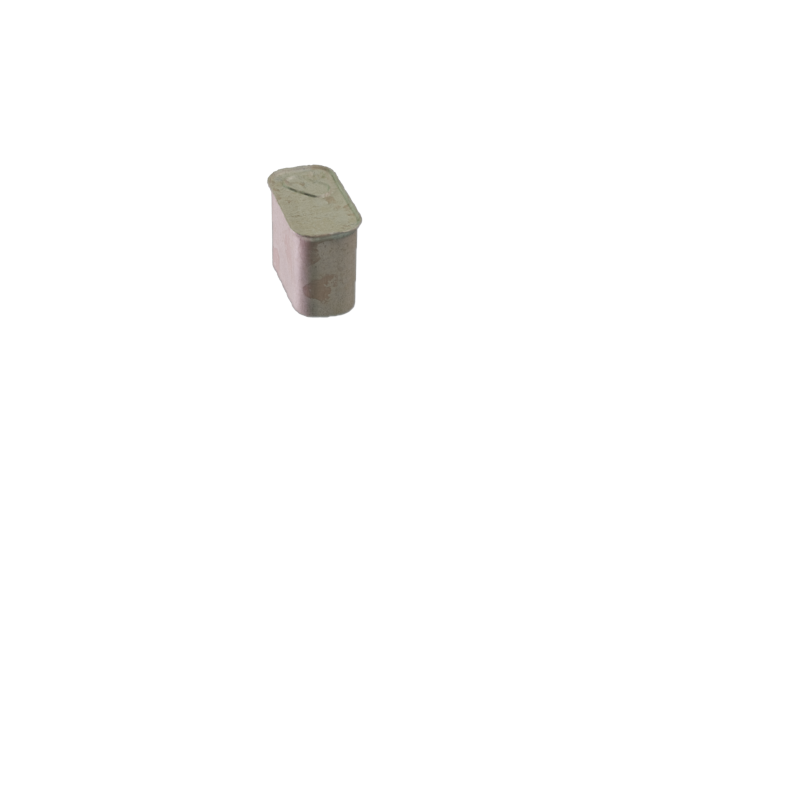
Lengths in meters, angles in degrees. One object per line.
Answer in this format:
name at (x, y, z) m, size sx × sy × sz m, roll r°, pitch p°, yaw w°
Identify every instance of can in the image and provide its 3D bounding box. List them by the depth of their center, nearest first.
can at (-0.070, -0.127, 0.890) m, size 0.057 × 0.078 × 0.110 m, roll -10°, pitch 40°, yaw -15°
